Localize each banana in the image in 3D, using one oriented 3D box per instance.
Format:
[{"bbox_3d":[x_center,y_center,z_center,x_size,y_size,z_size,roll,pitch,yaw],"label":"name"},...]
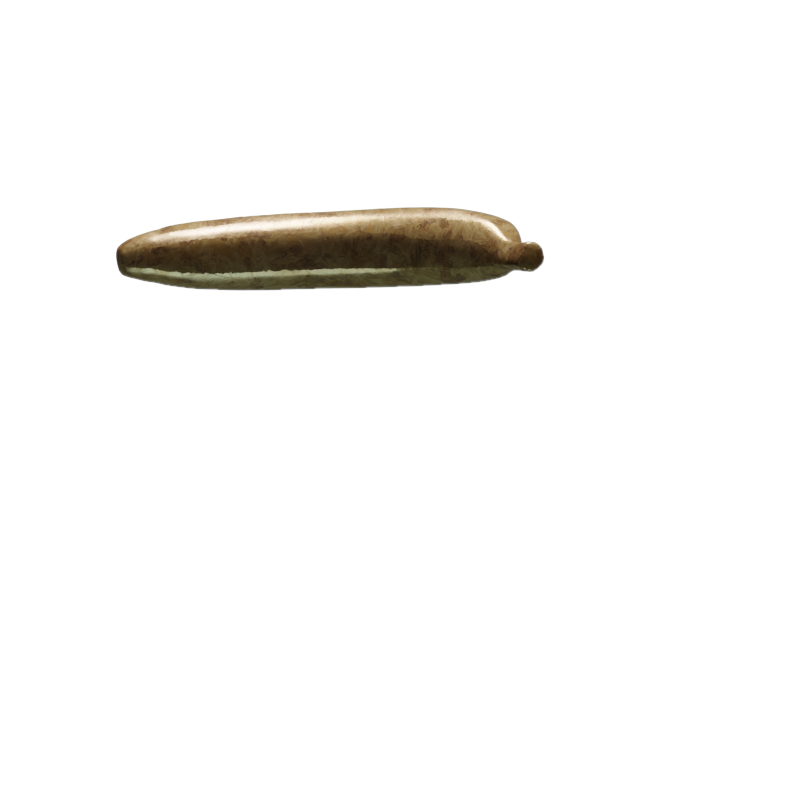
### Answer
[{"bbox_3d":[-0.030,-0.071,0.511,0.202,0.037,0.067,0,-2,18],"label":"banana"}]
